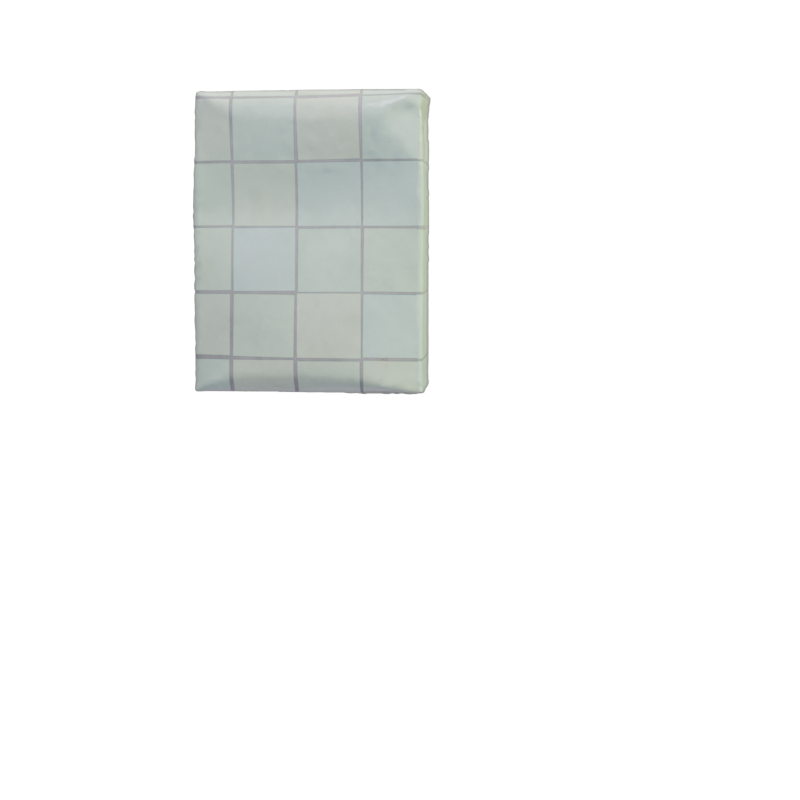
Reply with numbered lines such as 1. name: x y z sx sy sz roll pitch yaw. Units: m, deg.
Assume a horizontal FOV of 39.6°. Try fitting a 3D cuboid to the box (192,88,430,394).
1. box: -0.062 -0.113 0.793 0.166 0.212 0.071 1 3 8
